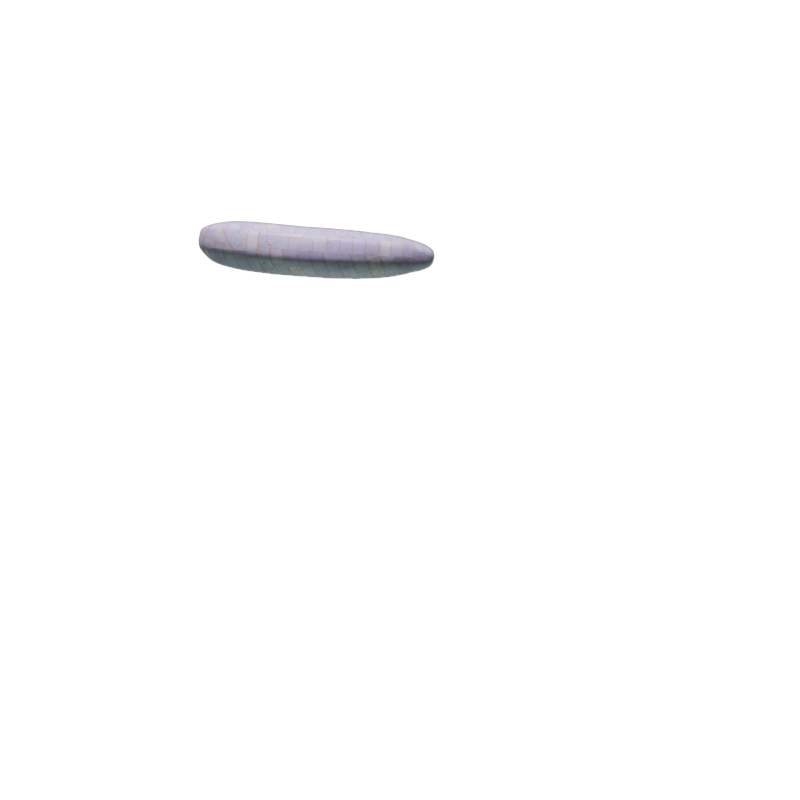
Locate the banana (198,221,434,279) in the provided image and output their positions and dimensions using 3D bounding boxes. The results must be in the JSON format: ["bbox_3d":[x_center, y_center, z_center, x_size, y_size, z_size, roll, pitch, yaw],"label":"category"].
[{"bbox_3d":[-0.077,-0.116,0.839,0.204,0.035,0.070,9,21,22],"label":"banana"}]
